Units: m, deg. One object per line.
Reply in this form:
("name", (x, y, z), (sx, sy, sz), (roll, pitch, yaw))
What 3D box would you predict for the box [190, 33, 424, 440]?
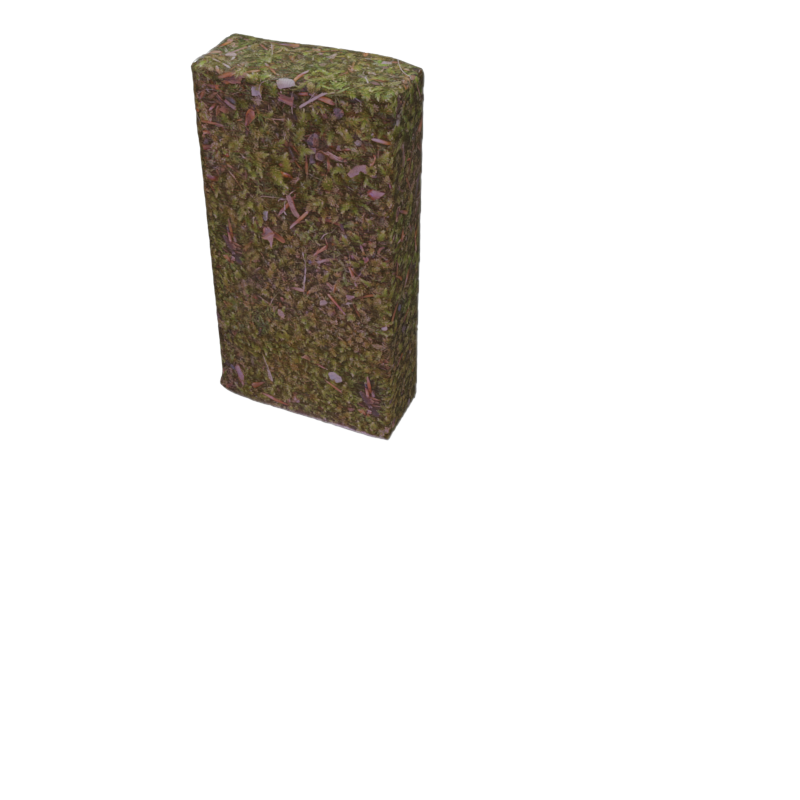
("box", (-0.039, -0.072, 0.501), (0.097, 0.165, 0.049), (16, 35, 20))
